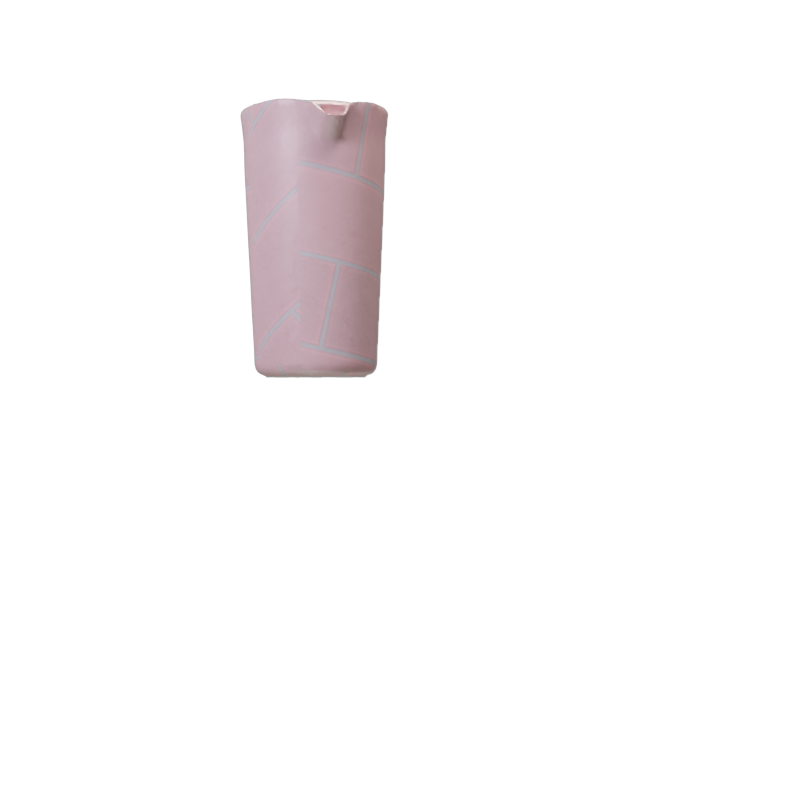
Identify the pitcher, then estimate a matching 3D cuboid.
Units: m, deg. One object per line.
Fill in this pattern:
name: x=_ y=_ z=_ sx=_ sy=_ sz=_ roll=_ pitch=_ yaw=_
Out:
pitcher: x=-0.078 y=-0.143 z=0.999 sx=0.149 sy=0.247 sz=0.143 roll=-3 pitch=-5 yaw=29
